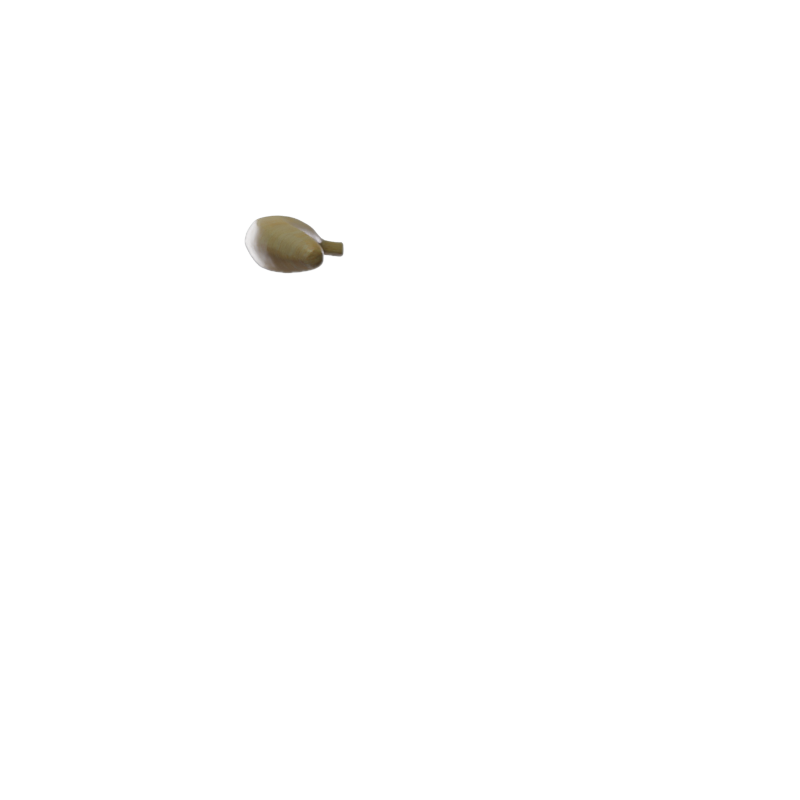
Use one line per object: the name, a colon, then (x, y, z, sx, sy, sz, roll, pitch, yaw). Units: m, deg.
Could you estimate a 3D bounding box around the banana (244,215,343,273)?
banana: (-0.083, -0.119, 0.833, 0.070, 0.036, 0.200, 0, 11, 2)
